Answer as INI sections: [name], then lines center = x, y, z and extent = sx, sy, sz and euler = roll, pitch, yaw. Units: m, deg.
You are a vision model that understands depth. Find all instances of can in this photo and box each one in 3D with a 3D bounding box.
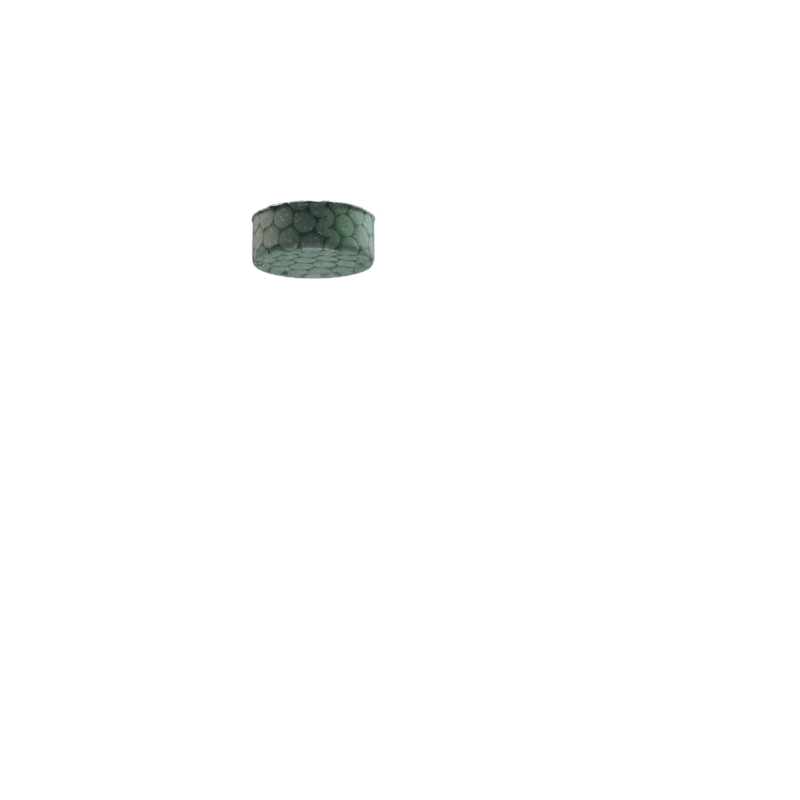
[can]
center = -0.060, -0.109, 0.766
extent = 0.086, 0.035, 0.084
euler = 0, -9, -2
